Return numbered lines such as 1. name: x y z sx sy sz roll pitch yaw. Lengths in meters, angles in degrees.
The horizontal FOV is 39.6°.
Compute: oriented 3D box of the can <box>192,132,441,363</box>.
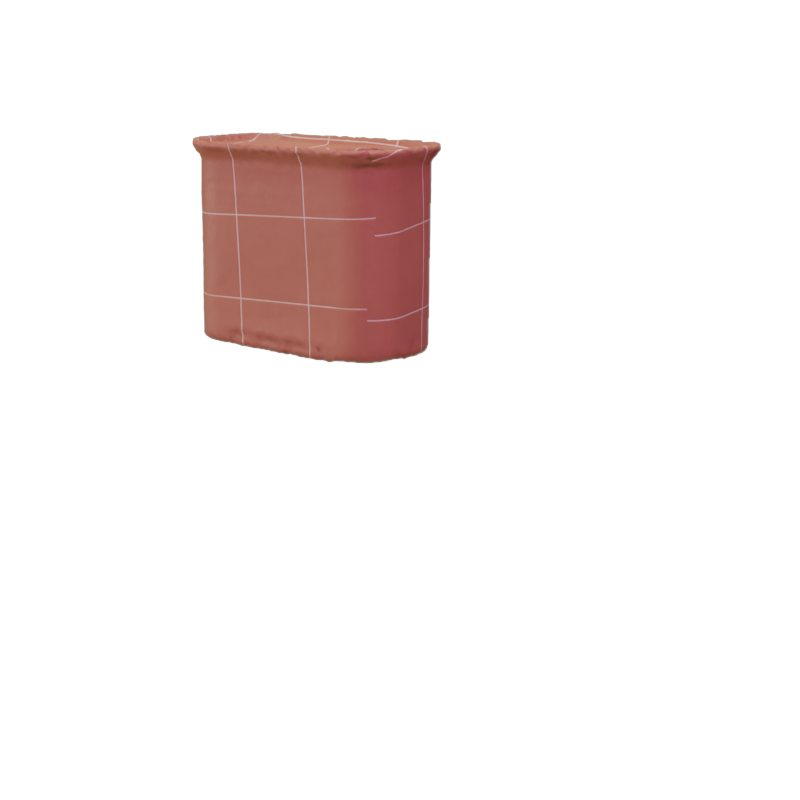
1. can: -0.035 -0.065 0.455 0.107 0.082 0.056 10 15 34
